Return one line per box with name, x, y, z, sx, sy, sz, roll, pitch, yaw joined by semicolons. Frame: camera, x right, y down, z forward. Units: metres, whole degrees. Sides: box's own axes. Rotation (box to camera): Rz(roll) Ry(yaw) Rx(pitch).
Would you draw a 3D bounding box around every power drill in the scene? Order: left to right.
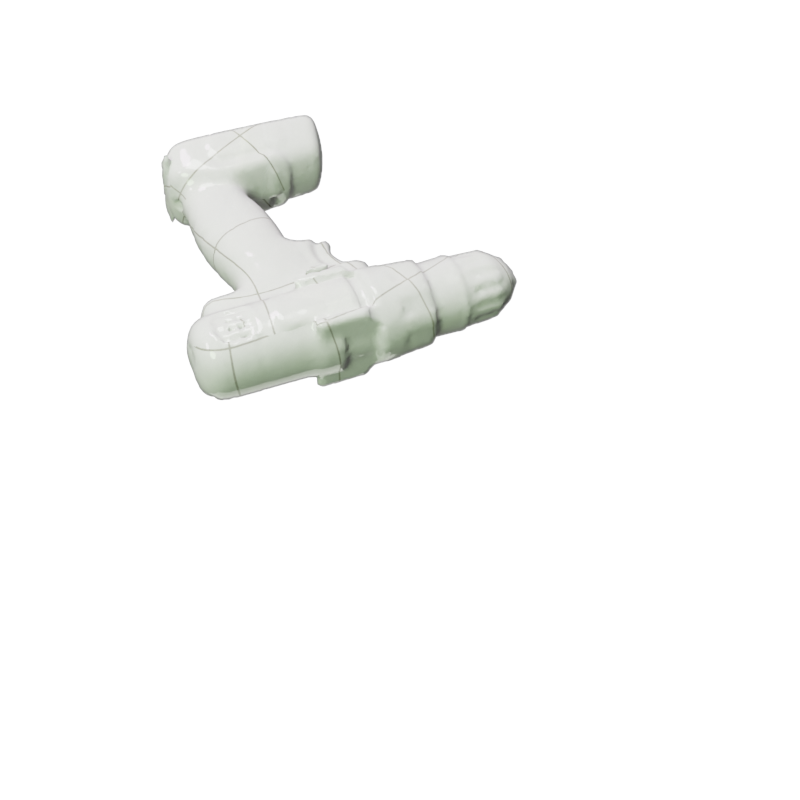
power drill;-0.050;-0.092;0.644;0.182;0.053;0.203;-15;46;-16
